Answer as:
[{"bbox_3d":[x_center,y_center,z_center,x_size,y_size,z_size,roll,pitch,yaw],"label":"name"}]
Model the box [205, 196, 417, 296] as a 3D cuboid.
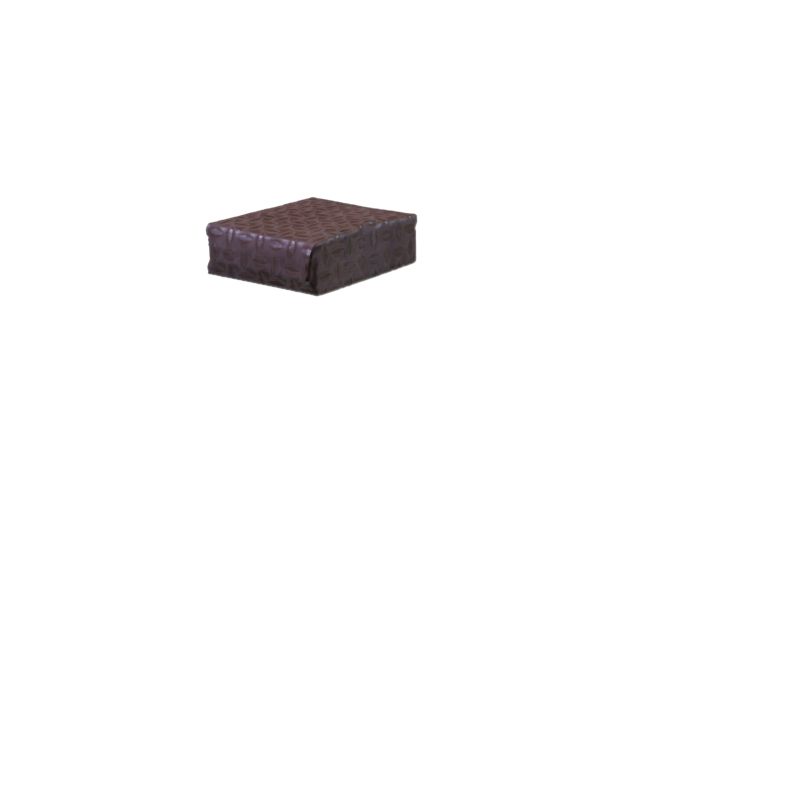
[{"bbox_3d":[-0.045,-0.083,0.578,0.077,0.029,0.088,15,25,35],"label":"box"}]
